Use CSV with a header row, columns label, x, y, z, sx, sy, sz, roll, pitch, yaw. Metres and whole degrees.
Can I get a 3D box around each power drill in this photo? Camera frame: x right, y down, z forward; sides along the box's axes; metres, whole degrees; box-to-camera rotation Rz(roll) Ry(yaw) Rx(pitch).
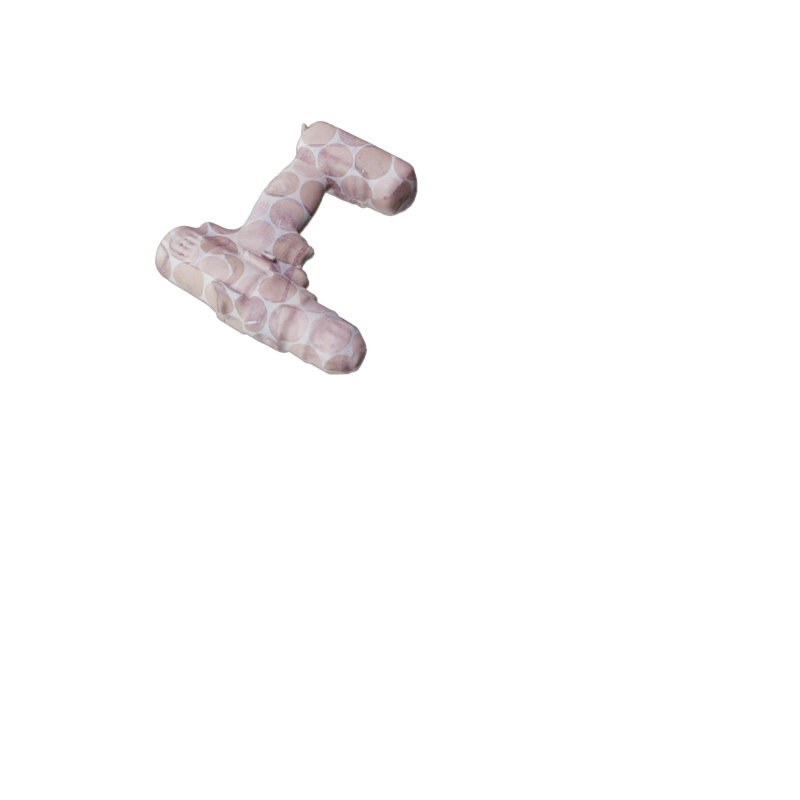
label,x,y,z,sx,sy,sz,roll,pitch,yaw
power drill,-0.067,-0.122,0.854,0.193,0.192,0.054,30,-30,19
